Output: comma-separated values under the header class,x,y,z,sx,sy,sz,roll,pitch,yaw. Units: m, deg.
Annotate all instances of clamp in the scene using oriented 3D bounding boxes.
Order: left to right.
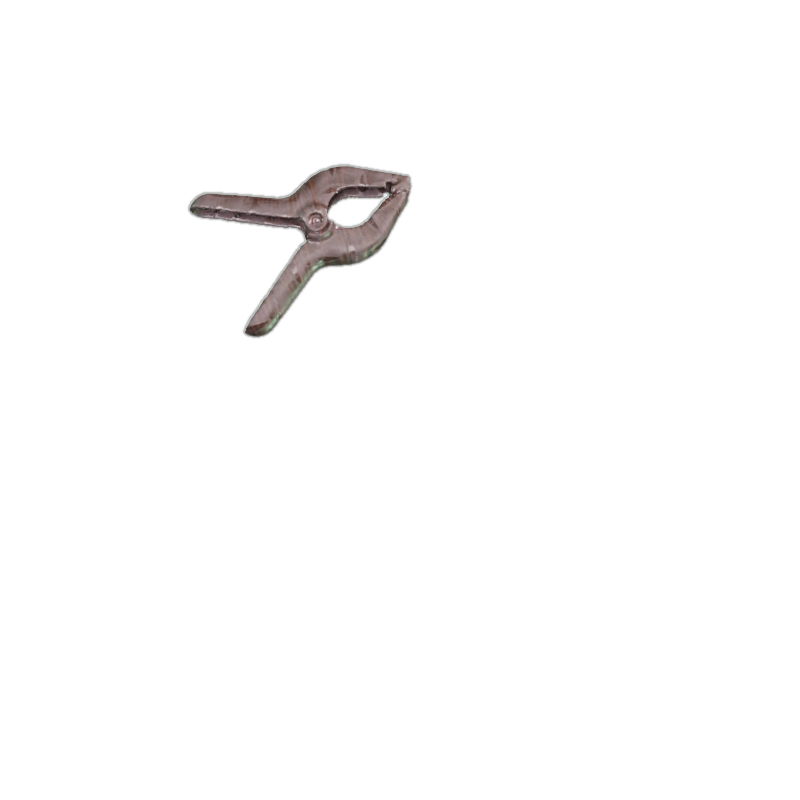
class,x,y,z,sx,sy,sz,roll,pitch,yaw
clamp,-0.067,-0.122,0.855,0.171,0.123,0.038,-16,-9,-3
